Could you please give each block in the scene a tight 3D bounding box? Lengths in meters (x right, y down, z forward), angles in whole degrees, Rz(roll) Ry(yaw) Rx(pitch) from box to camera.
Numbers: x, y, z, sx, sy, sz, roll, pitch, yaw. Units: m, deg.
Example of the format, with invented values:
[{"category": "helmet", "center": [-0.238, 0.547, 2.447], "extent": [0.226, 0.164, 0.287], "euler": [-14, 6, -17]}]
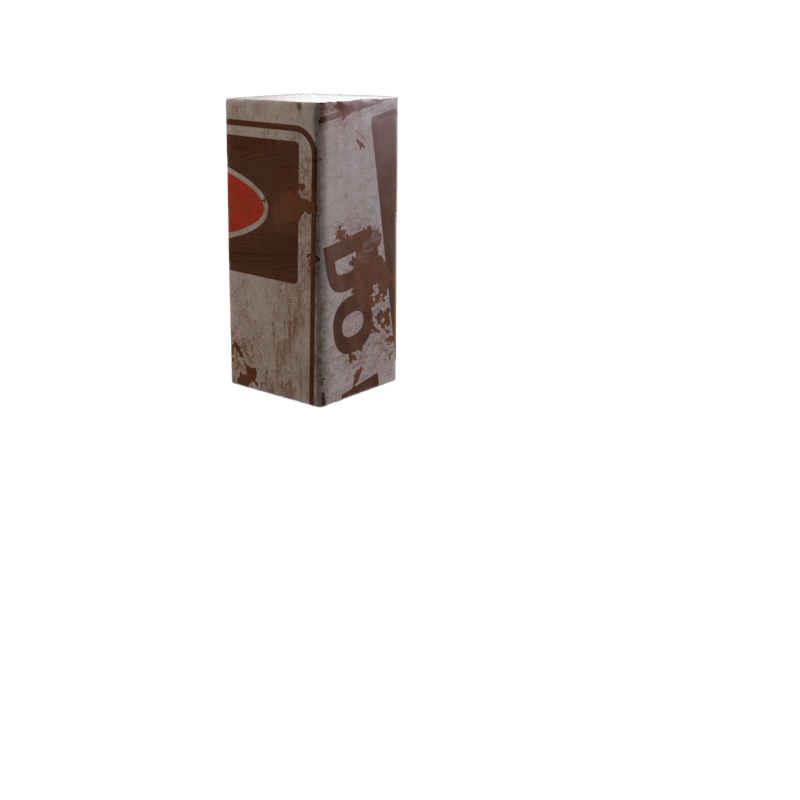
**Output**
[{"category": "block", "center": [-0.063, -0.113, 0.791], "extent": [0.095, 0.201, 0.088], "euler": [10, 15, 38]}]
